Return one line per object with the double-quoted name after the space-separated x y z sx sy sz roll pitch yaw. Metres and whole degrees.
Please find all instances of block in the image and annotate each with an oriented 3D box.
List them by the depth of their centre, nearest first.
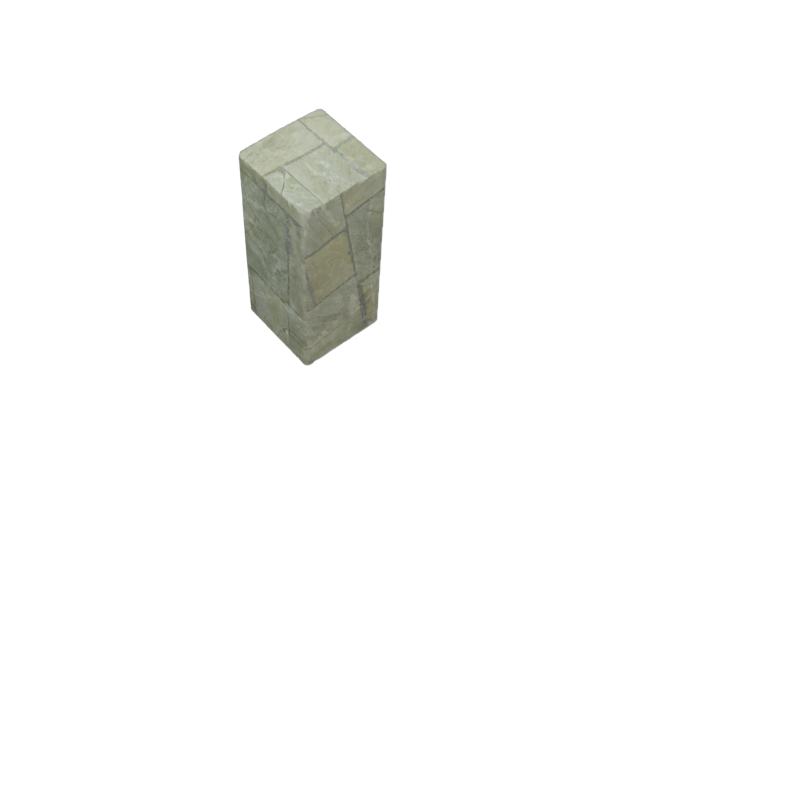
-0.077 -0.138 0.971 0.090 0.097 0.192 -33 -28 -24 "block"
